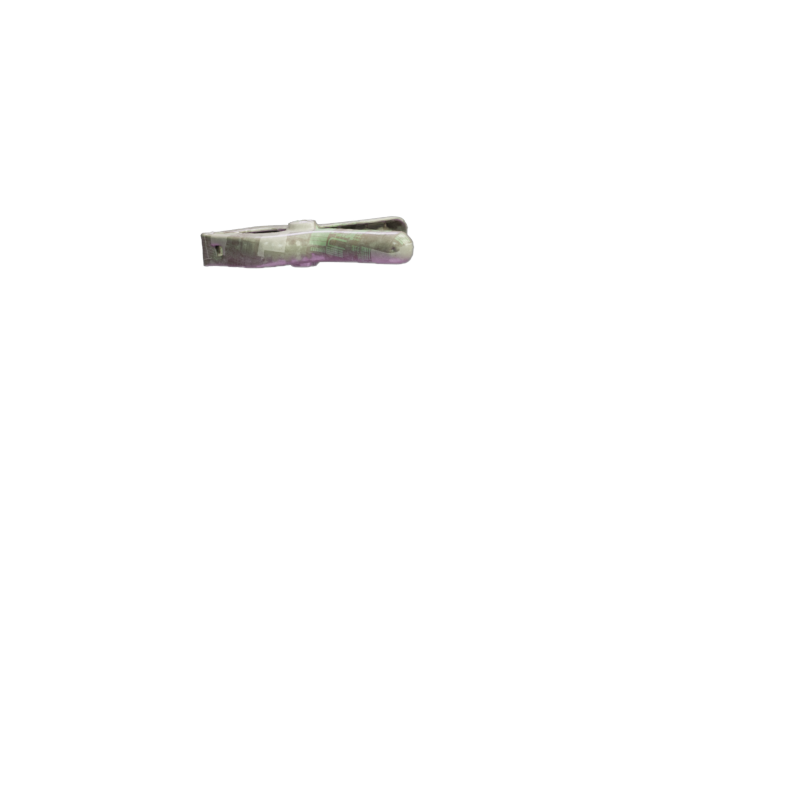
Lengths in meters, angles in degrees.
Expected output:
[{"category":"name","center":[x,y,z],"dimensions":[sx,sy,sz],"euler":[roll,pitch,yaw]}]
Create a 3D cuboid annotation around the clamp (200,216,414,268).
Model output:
[{"category":"clamp","center":[-0.069,-0.126,0.885],"dimensions":[0.174,0.039,0.120],"euler":[2,10,10]}]
